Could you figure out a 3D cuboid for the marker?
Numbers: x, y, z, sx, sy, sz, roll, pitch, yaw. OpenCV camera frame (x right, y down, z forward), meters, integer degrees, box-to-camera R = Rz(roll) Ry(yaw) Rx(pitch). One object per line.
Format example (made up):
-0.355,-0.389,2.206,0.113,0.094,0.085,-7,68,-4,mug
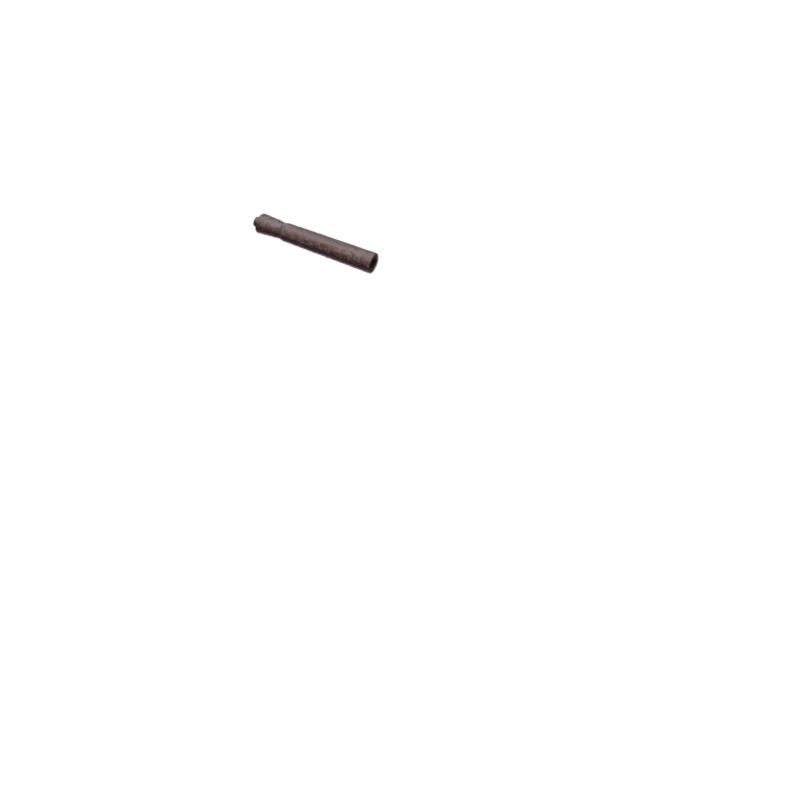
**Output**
-0.076,-0.139,0.973,0.126,0.019,0.019,22,12,23,marker
